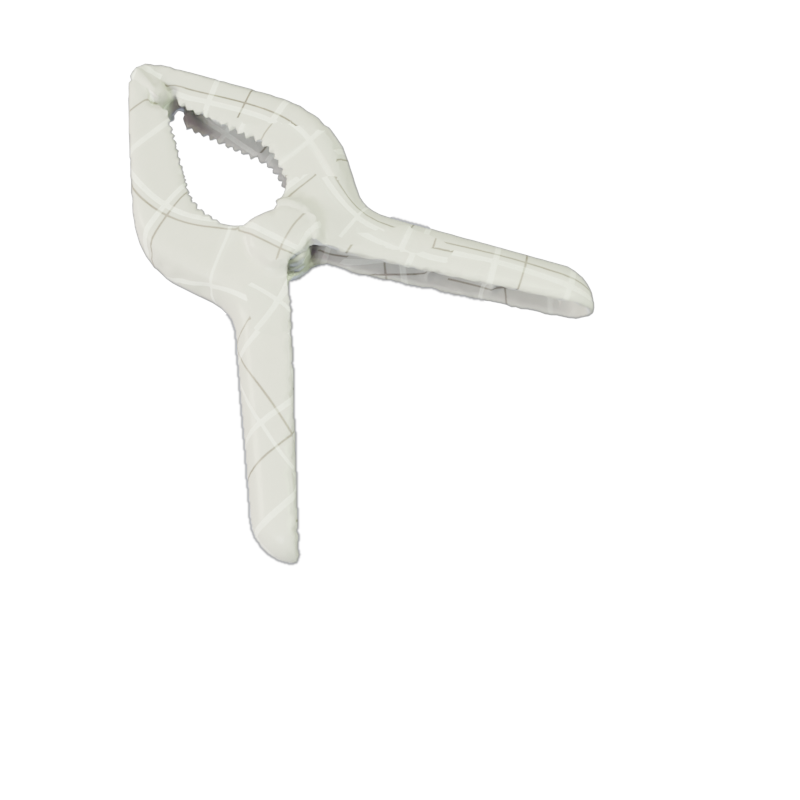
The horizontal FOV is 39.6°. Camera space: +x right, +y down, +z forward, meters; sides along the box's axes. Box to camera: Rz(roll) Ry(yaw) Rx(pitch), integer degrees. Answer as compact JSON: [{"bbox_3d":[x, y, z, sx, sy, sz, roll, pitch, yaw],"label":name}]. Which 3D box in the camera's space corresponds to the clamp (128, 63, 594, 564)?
[{"bbox_3d":[-0.036,-0.065,0.458,0.165,0.220,0.035,-31,-18,-12],"label":"clamp"}]
